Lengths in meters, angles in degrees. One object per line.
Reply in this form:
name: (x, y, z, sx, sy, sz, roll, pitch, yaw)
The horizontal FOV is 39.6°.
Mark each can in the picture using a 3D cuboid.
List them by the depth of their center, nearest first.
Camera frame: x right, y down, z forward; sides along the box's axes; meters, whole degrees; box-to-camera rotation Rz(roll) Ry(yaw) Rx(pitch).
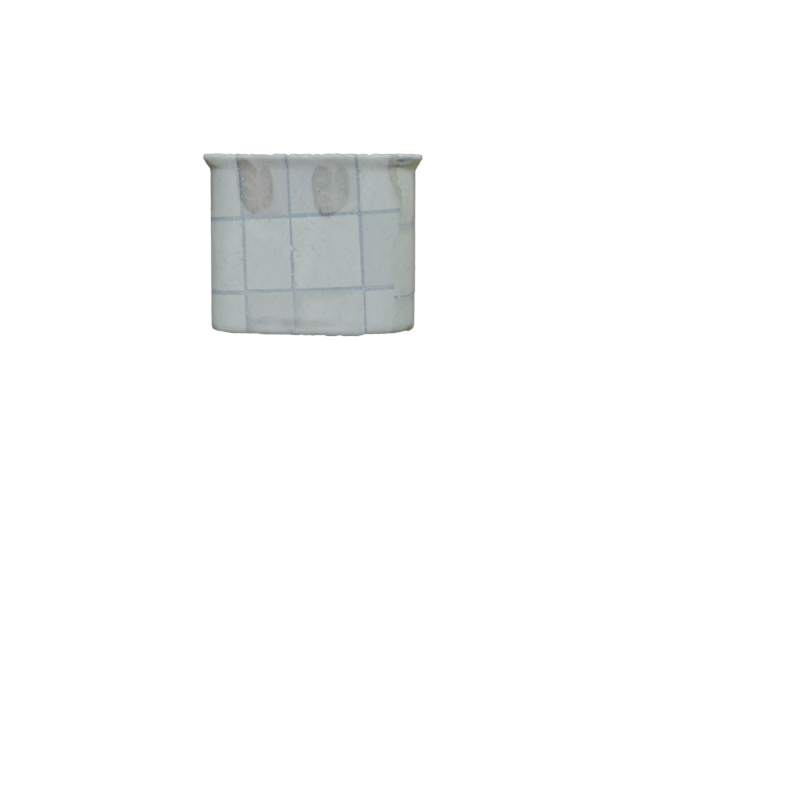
can: (-0.041, -0.076, 0.530, 0.103, 0.083, 0.057, 2, 6, 10)
